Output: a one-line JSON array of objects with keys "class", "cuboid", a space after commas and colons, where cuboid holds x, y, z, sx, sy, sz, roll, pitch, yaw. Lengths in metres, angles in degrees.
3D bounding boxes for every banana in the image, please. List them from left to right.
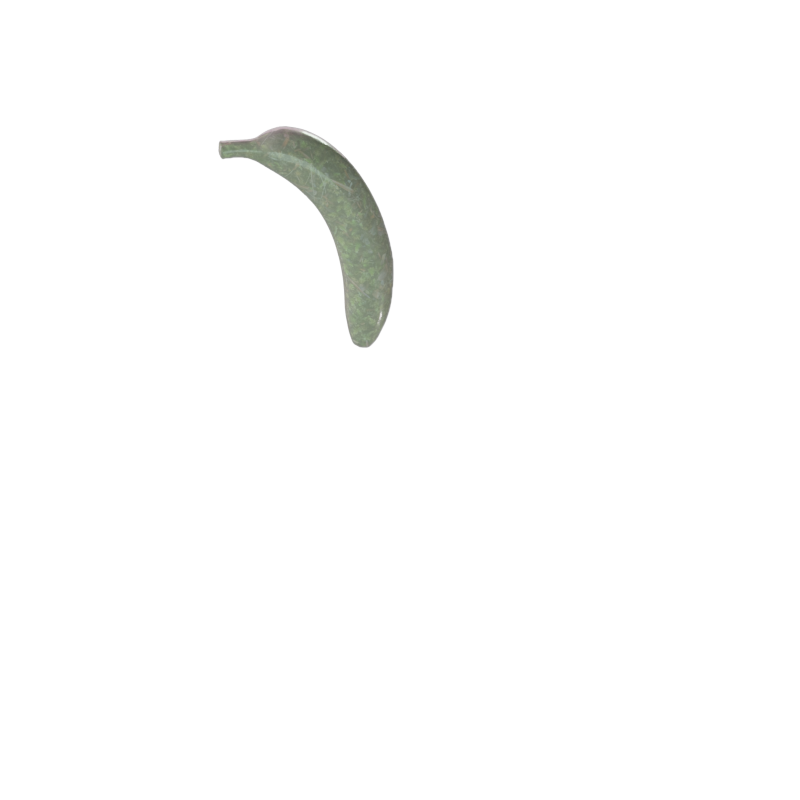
[{"class": "banana", "cuboid": [-0.046, -0.120, 0.764, 0.070, 0.185, 0.039, -25, 32, 16]}]
